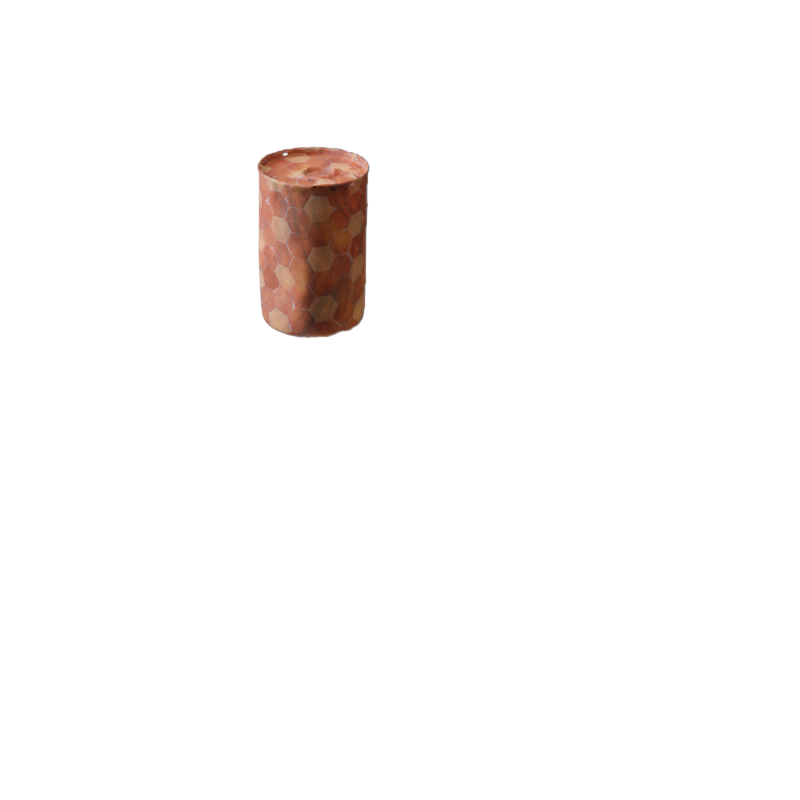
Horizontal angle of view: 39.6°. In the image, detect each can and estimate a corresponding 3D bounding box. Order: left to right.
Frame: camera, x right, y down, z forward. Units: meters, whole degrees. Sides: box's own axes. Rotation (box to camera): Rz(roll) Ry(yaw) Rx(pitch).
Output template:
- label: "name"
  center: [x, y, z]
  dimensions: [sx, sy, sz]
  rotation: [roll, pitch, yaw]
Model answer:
- label: "can"
  center: [-0.054, -0.098, 0.688]
  dimensions: [0.068, 0.097, 0.072]
  rotation: [0, 27, -2]
